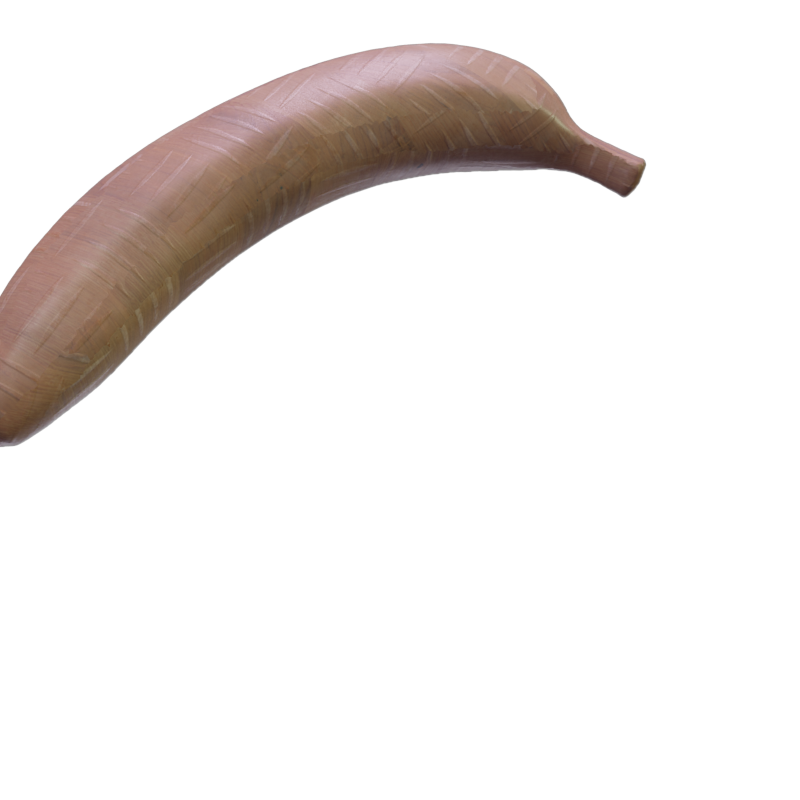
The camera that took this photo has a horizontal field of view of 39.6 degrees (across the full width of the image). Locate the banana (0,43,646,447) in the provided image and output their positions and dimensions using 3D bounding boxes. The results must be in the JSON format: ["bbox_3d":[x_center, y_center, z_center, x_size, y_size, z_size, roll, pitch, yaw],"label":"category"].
[{"bbox_3d":[-0.029,-0.055,0.296,0.197,0.075,0.034,-25,-35,-19],"label":"banana"}]
